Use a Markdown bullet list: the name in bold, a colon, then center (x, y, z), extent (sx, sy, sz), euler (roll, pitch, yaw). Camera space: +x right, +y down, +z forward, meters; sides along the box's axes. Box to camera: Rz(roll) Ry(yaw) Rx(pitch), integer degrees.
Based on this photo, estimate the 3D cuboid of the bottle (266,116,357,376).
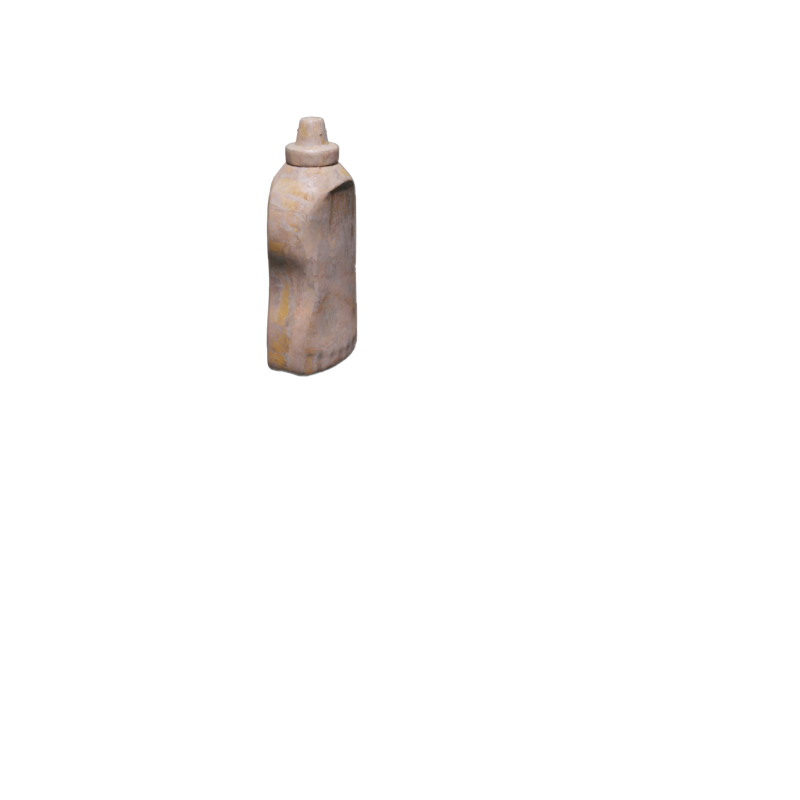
- **bottle**: center (-0.067, -0.122, 0.854), extent (0.061, 0.184, 0.096), euler (10, 20, 26)
